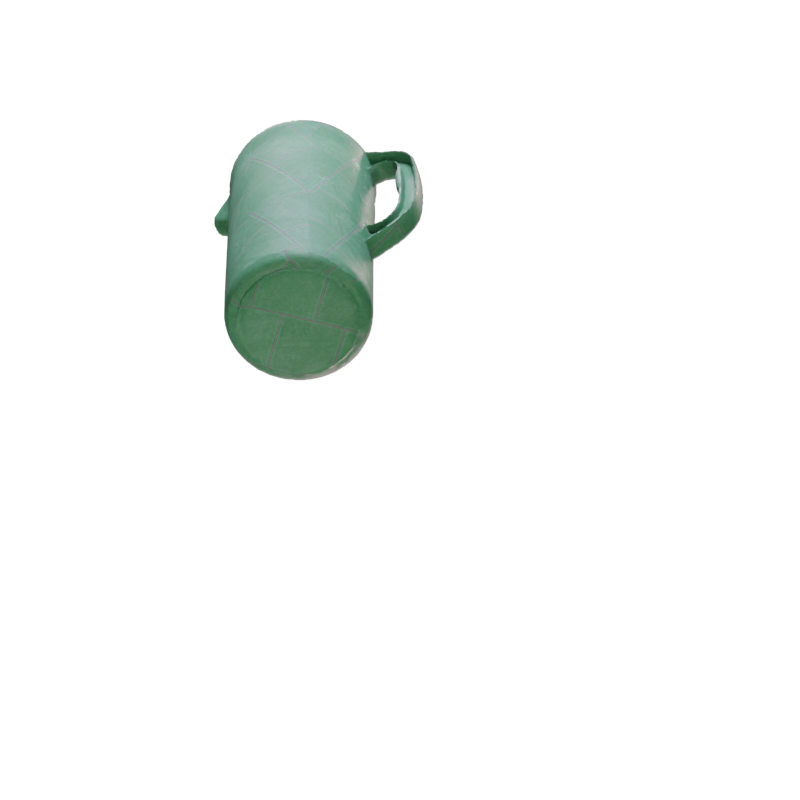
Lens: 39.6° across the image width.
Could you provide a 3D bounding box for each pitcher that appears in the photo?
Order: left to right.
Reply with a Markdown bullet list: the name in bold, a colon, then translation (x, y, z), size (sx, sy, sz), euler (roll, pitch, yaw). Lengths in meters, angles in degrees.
- **pitcher**: translation (-0.070, -0.128, 0.895), size (0.141, 0.144, 0.259), euler (22, 28, -16)
